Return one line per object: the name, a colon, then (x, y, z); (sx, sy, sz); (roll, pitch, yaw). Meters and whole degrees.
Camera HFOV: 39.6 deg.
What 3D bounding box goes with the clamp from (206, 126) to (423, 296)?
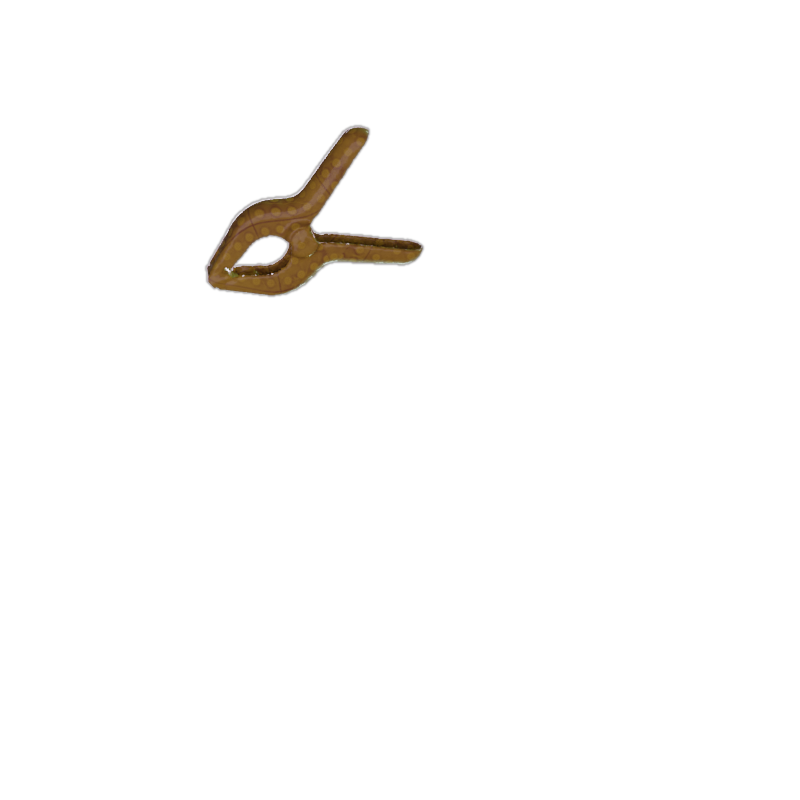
clamp: (-0.069, -0.126, 0.882); (0.171, 0.116, 0.041); (-32, 14, 8)
